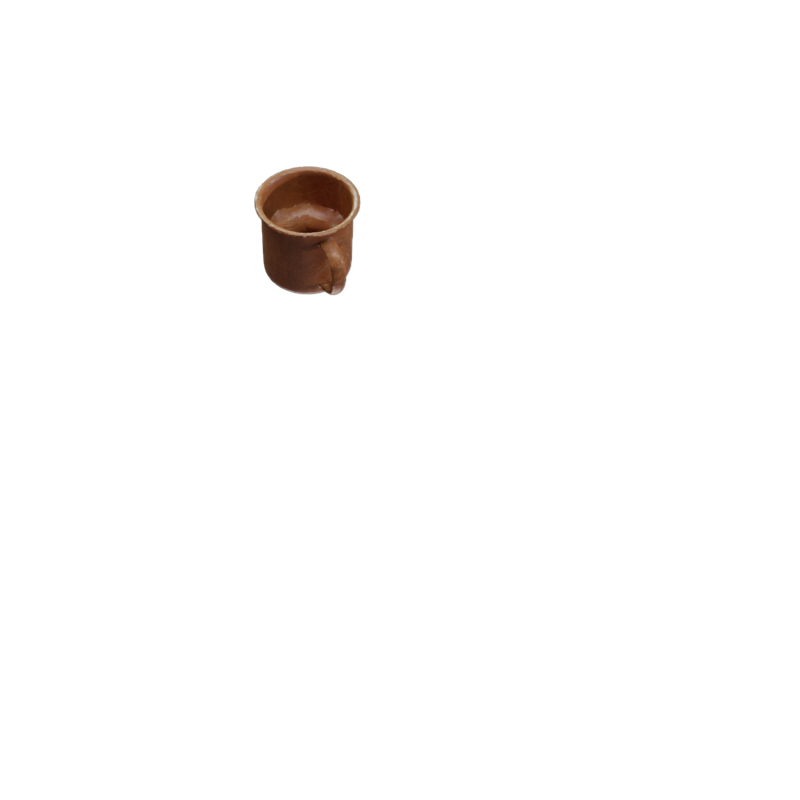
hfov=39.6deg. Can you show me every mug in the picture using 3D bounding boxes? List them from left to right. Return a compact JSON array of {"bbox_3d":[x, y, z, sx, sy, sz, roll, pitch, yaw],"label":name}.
[{"bbox_3d":[-0.077,-0.141,0.986,0.092,0.076,0.127,-21,51,-19],"label":"mug"}]
